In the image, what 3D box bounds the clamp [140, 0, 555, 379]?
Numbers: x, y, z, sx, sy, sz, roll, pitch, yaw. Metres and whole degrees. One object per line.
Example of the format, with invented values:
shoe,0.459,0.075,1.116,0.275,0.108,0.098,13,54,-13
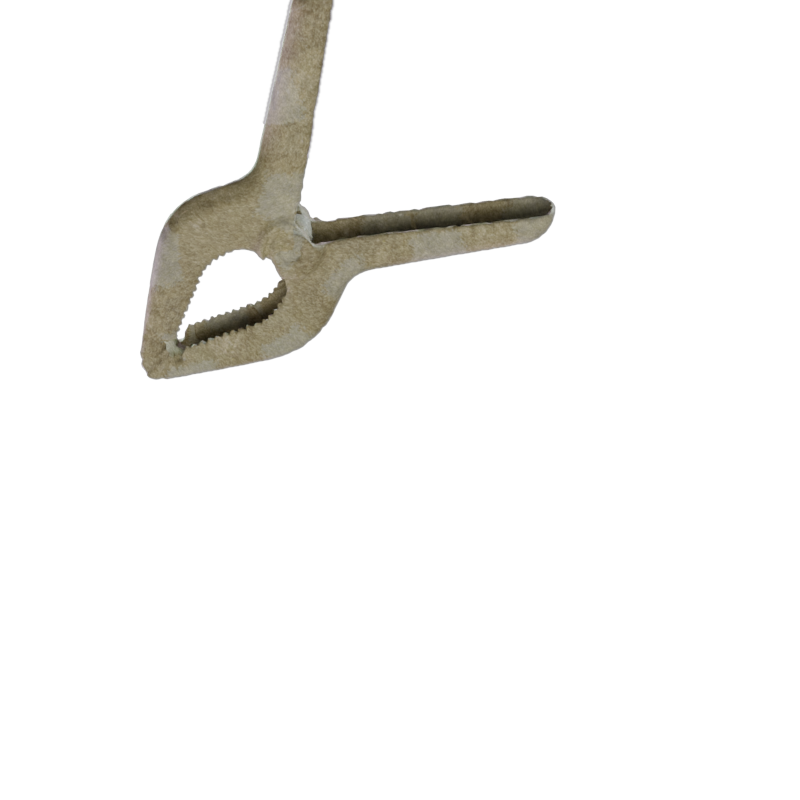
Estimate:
clamp,-0.042,-0.076,0.534,0.158,0.207,0.038,37,21,-18
